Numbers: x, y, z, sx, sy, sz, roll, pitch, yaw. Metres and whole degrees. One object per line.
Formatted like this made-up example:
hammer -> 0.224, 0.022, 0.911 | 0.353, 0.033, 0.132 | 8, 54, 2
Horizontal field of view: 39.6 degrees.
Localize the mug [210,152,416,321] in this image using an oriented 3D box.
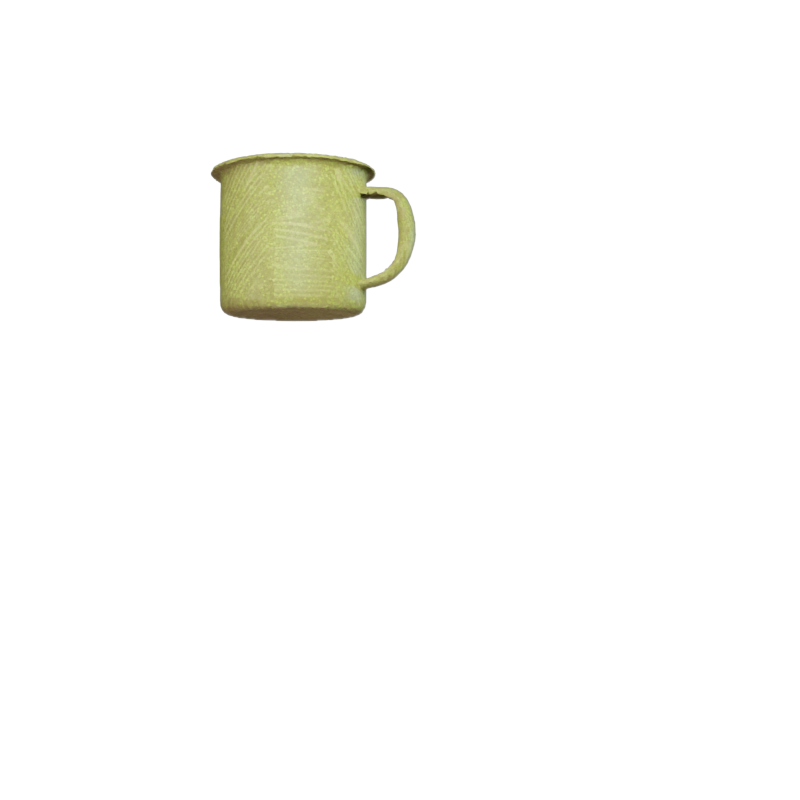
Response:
mug -> -0.048, -0.088, 0.615 | 0.120, 0.083, 0.090 | -1, -5, 17
